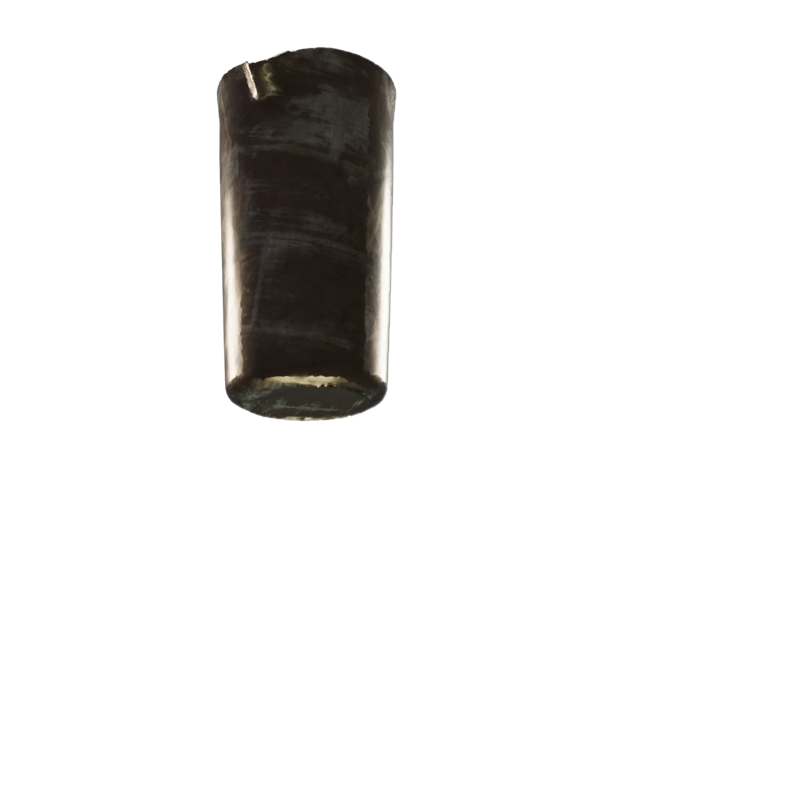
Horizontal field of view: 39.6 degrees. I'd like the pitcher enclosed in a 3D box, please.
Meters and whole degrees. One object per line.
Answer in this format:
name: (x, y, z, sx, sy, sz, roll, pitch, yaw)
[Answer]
pitcher: (-0.062, -0.112, 0.787, 0.144, 0.255, 0.143, 8, -23, -24)
